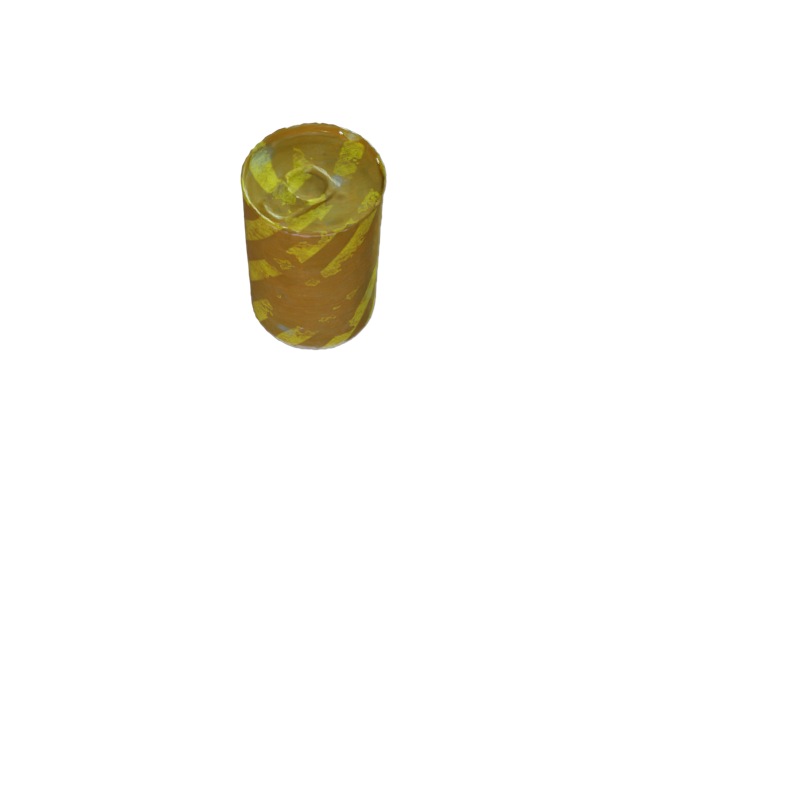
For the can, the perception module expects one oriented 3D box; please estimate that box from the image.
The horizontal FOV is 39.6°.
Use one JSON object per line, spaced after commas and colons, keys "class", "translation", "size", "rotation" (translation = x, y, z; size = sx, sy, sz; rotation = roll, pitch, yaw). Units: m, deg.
{"class": "can", "translation": [-0.043, -0.079, 0.553], "size": [0.068, 0.073, 0.096], "rotation": [0, -33, -3]}
